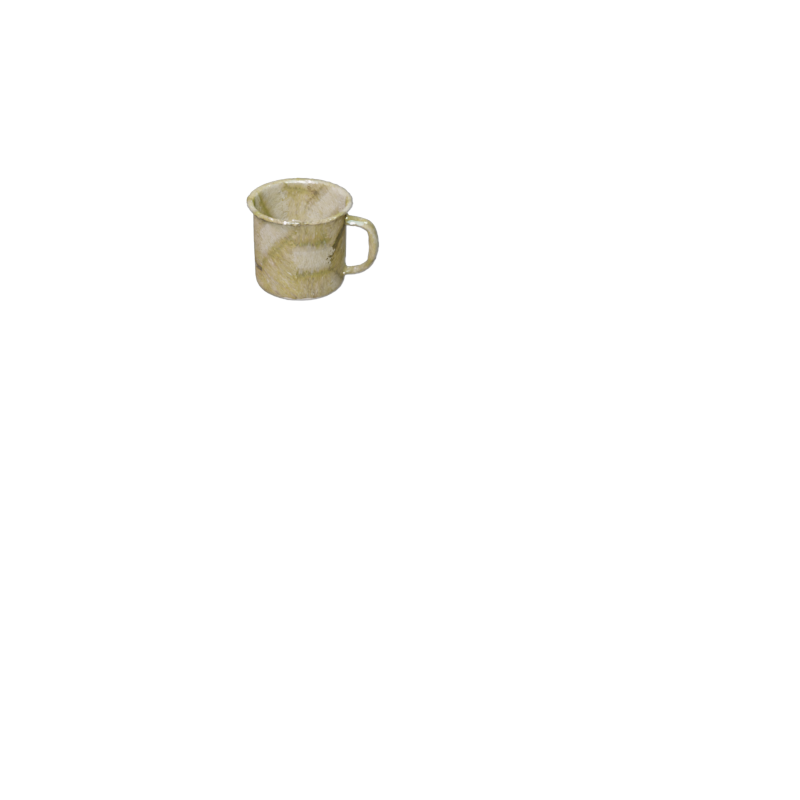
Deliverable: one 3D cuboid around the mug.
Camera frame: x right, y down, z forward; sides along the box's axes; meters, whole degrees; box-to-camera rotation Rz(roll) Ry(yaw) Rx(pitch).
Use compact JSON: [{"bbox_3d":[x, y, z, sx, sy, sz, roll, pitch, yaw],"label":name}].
[{"bbox_3d":[-0.077,-0.140,0.981,0.119,0.077,0.098,5,32,7],"label":"mug"}]
